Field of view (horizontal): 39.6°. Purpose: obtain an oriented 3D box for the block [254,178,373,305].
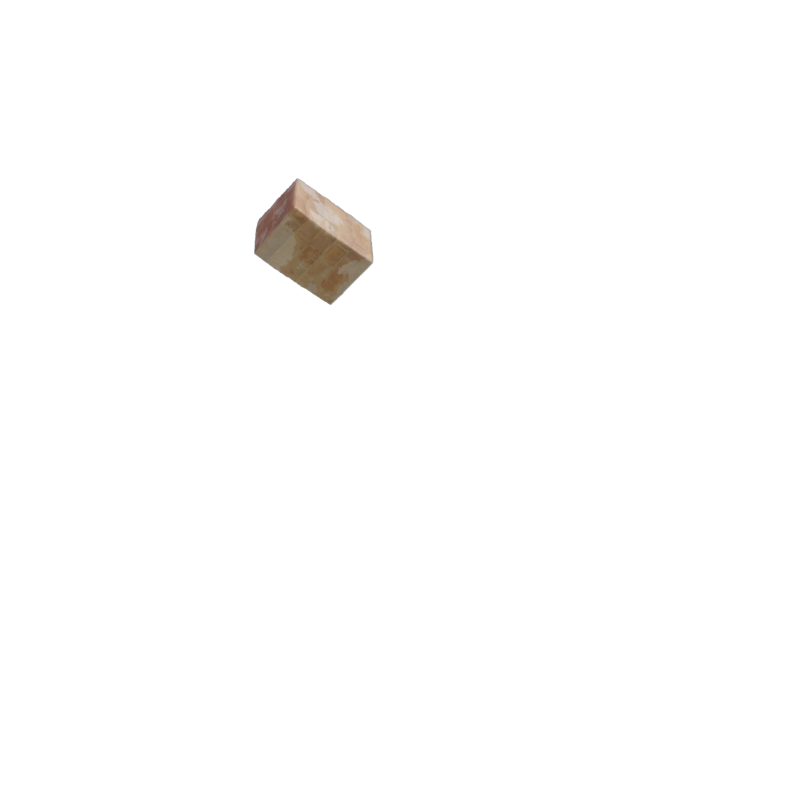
[{"bbox_3d":[-0.067,-0.122,0.852,0.074,0.052,0.055,34,27,-22],"label":"block"}]
